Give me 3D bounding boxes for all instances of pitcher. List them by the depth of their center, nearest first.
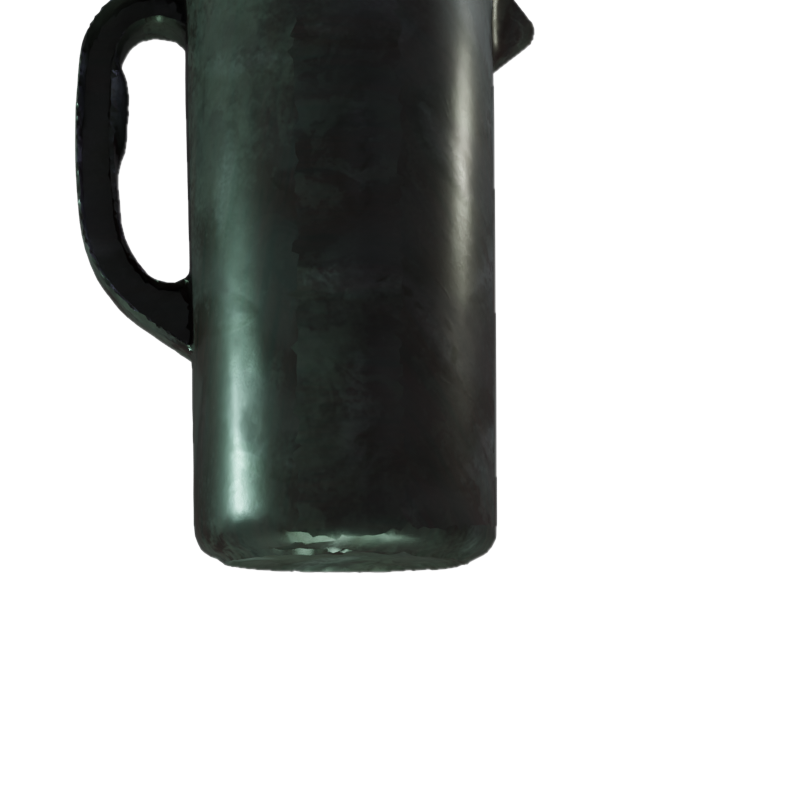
[{"bbox_3d":[-0.034,-0.062,0.433,0.152,0.254,0.136,-13,-22,33],"label":"pitcher"}]
